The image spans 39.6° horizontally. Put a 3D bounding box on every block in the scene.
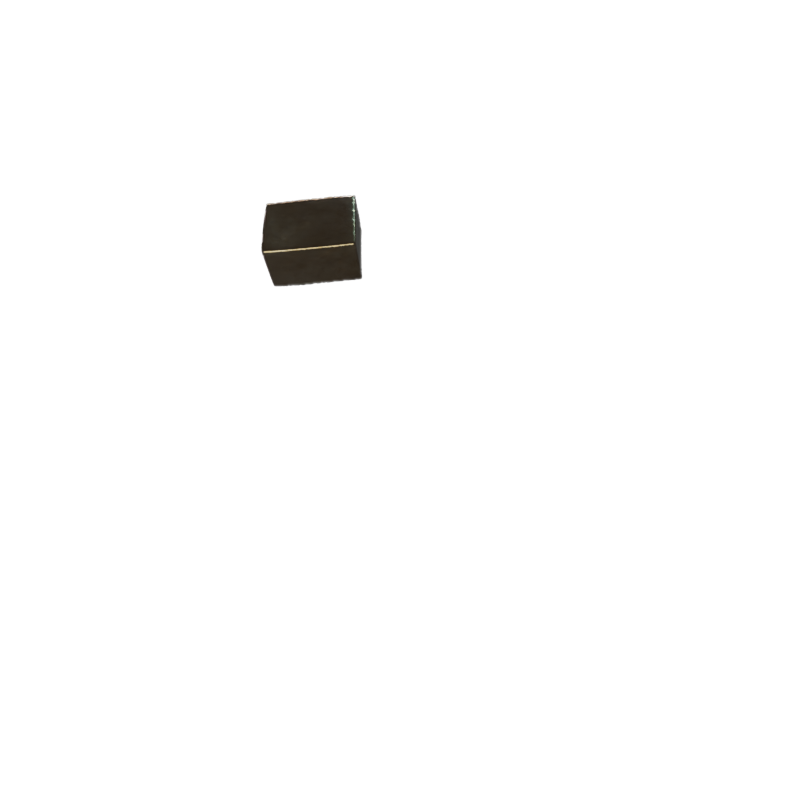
[{"bbox_3d":[-0.072,-0.132,0.925,0.078,0.055,0.049,-4,-34,5],"label":"block"}]
